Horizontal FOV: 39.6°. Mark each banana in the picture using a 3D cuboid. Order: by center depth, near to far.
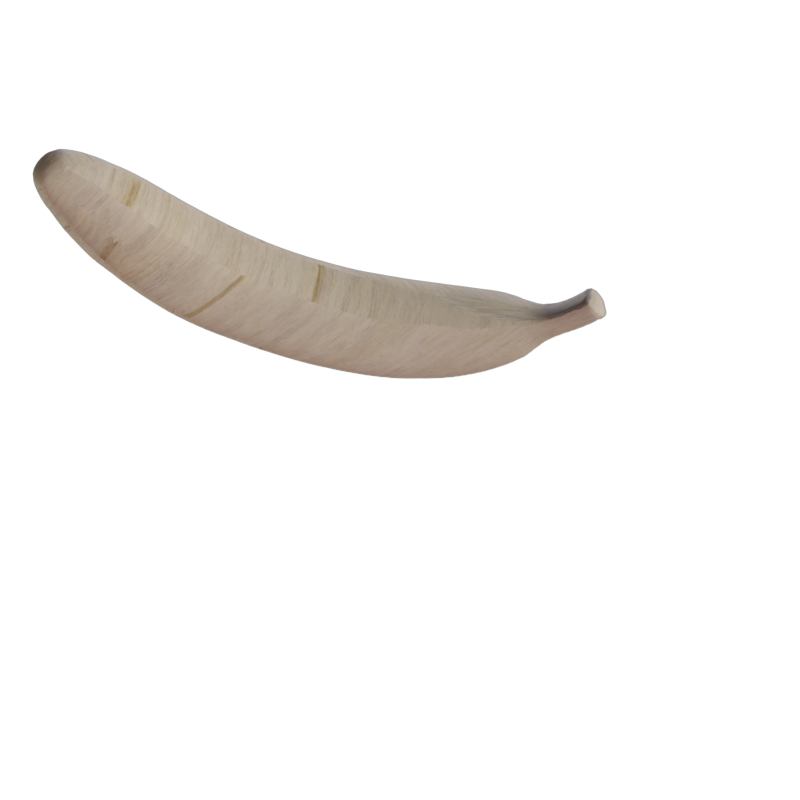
[{"bbox_3d":[-0.032,-0.042,0.391,0.193,0.039,0.066,12,-44,-13],"label":"banana"}]
